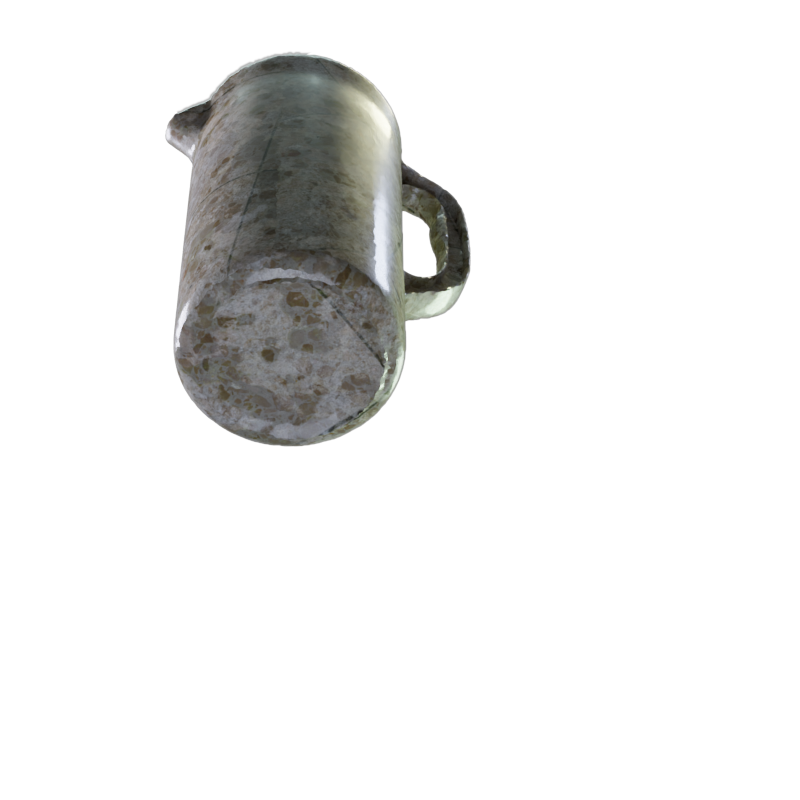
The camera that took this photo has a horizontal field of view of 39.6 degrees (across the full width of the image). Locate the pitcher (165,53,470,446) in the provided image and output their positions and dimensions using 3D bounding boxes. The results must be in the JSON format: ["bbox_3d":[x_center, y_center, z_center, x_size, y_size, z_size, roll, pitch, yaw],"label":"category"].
[{"bbox_3d":[-0.048,-0.087,0.609,0.149,0.135,0.259,-22,32,11],"label":"pitcher"}]
